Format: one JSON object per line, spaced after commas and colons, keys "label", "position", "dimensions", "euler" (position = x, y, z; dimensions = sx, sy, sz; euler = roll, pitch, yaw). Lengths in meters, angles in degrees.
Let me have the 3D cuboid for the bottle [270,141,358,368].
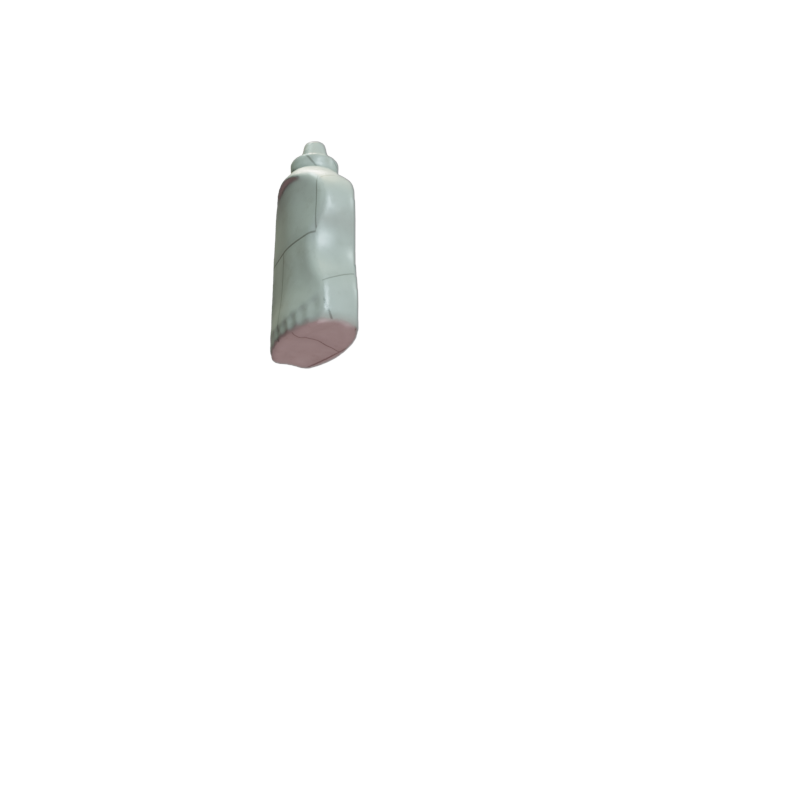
{"label": "bottle", "position": [-0.071, -0.130, 0.908], "dimensions": [0.056, 0.204, 0.094], "euler": [12, -31, -25]}
